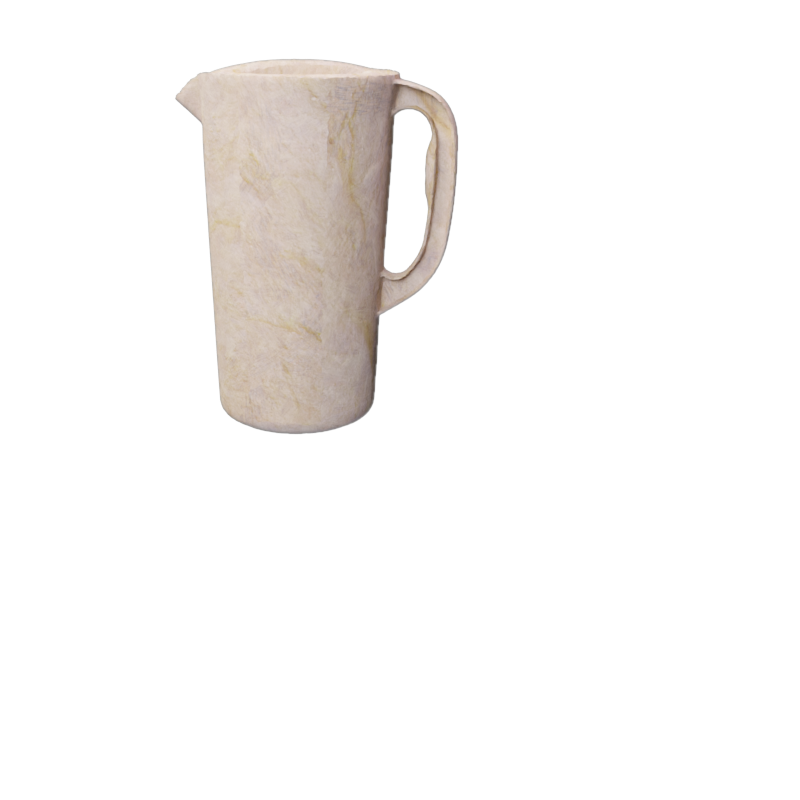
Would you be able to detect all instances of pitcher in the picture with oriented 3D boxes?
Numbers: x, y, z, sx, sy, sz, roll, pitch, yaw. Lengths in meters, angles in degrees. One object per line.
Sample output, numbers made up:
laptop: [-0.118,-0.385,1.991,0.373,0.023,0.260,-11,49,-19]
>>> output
pitcher: [-0.059,-0.107,0.748,0.141,0.236,0.158,-10,18,-36]
